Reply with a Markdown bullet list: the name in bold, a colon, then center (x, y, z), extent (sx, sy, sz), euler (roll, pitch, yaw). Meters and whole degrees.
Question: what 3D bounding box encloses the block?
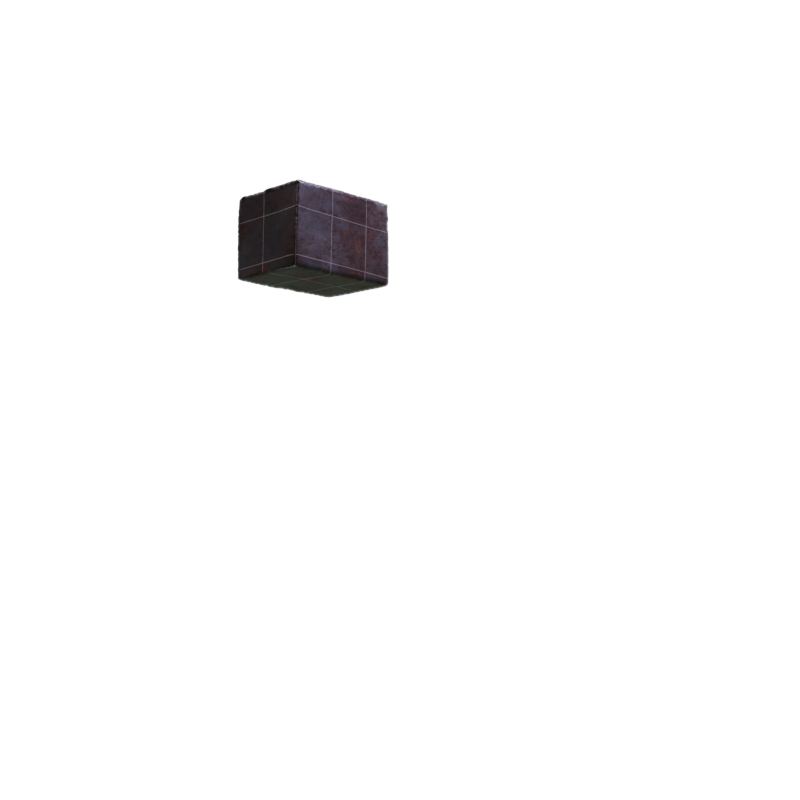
- **block**: center (-0.052, -0.094, 0.658), extent (0.054, 0.053, 0.074), euler (-10, -13, 43)
